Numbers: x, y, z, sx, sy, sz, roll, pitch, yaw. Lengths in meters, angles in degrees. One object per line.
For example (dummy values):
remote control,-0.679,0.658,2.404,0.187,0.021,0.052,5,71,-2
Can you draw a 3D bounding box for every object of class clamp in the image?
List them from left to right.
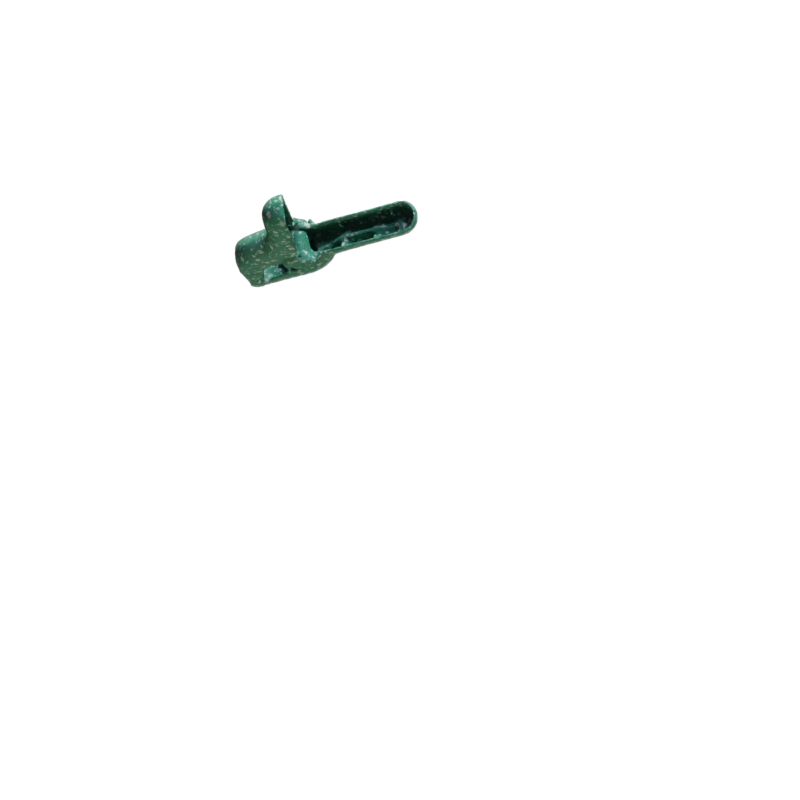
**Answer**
clamp,-0.066,-0.121,0.845,0.117,0.040,0.172,3,-8,-21
